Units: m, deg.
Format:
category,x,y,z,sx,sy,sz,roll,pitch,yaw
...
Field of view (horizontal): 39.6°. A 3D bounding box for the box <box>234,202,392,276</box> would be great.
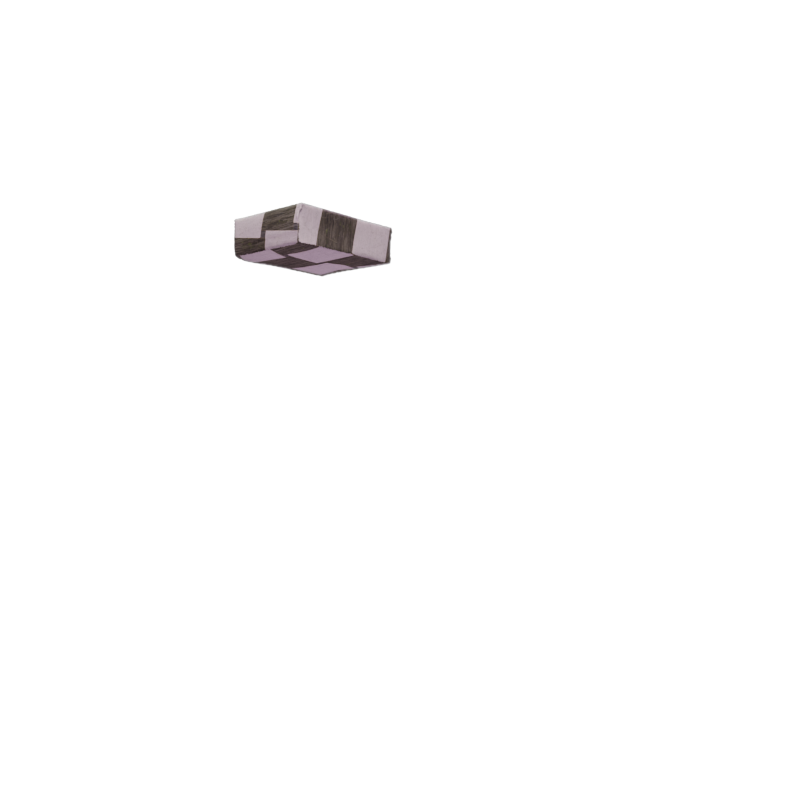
category,x,y,z,sx,sy,sz,roll,pitch,yaw
box,-0.077,-0.140,0.979,0.092,0.040,0.108,-6,-8,45
